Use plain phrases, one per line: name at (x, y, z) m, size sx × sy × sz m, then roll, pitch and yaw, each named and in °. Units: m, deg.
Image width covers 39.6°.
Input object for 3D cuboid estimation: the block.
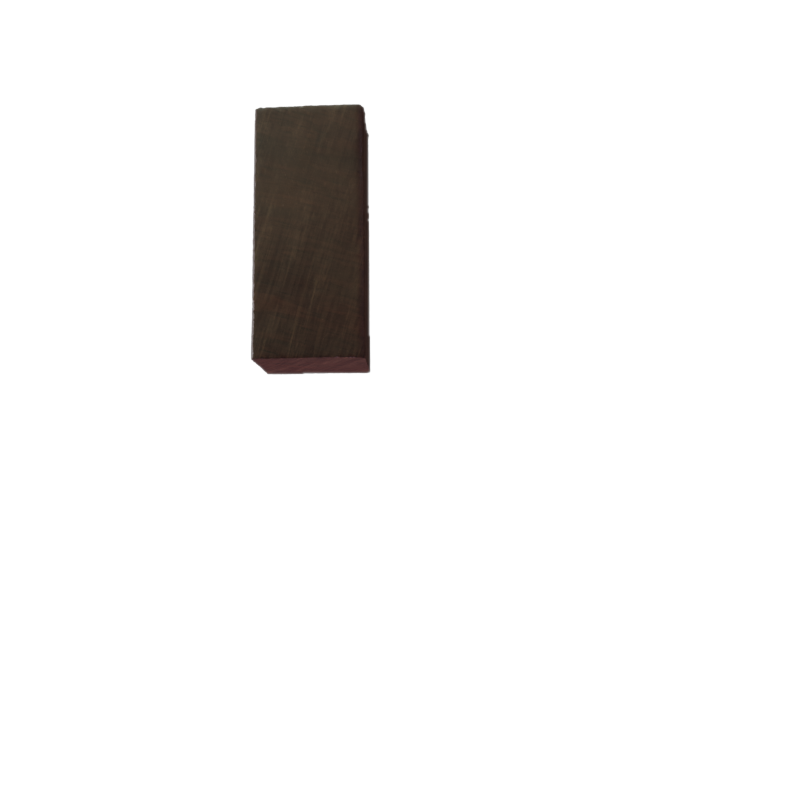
block at (-0.071, -0.130, 0.913) m, size 0.091 × 0.213 × 0.087 m, roll -2°, pitch -13°, yaw 3°
